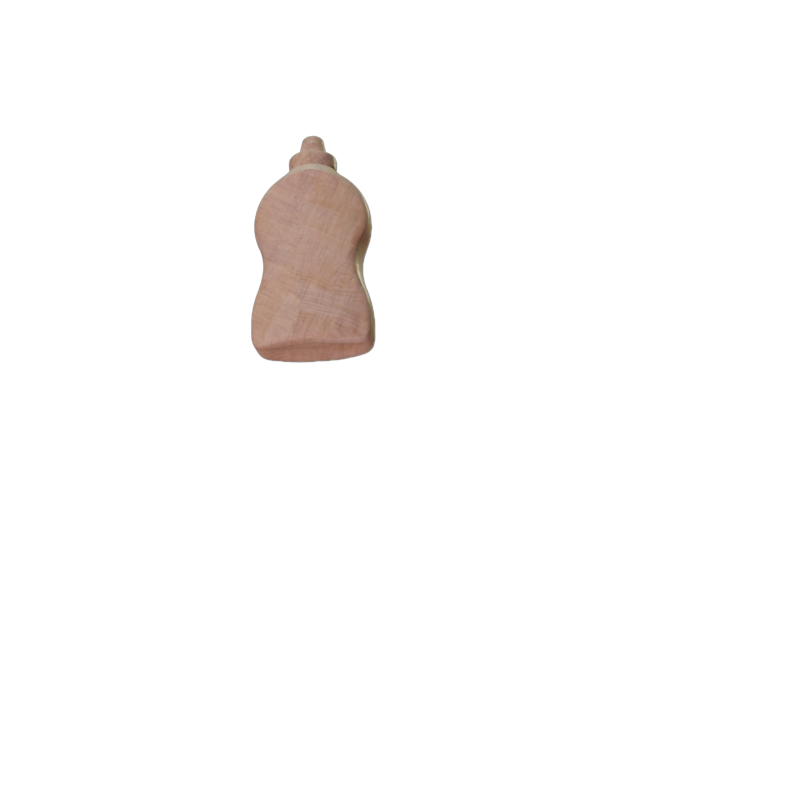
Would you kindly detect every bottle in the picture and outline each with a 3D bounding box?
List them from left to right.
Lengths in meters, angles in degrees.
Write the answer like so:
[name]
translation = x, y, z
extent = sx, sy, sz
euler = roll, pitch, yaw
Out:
[bottle]
translation = -0.071, -0.129, 0.905
extent = 0.097, 0.202, 0.055
euler = -6, -25, 9
